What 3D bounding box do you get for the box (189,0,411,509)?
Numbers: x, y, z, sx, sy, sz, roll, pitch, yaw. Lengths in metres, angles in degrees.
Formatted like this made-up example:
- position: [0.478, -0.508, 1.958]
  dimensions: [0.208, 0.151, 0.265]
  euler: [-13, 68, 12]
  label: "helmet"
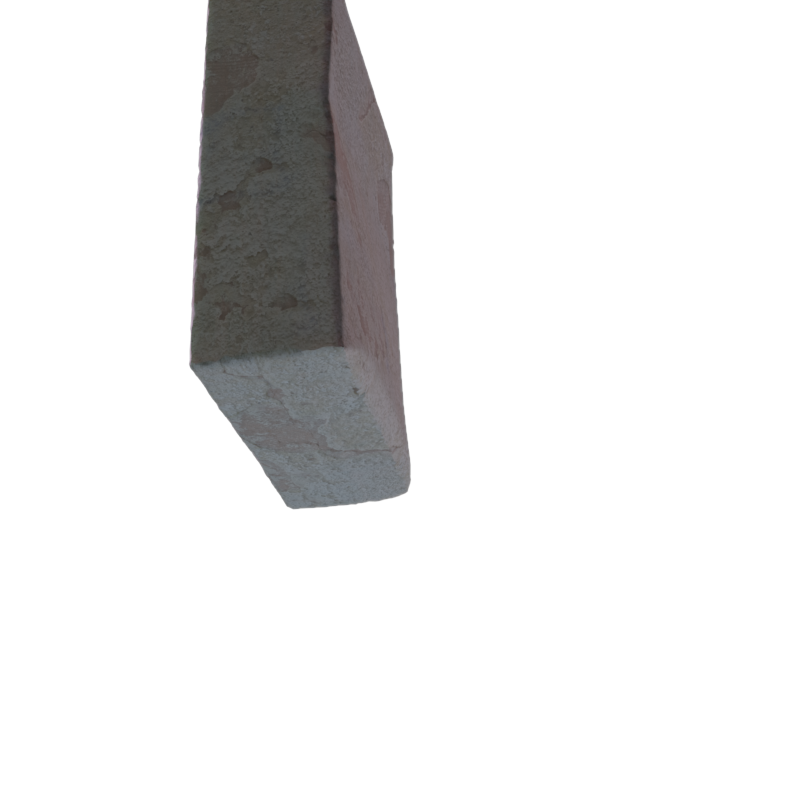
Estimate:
- position: [-0.042, -0.077, 0.543]
  dimensions: [0.072, 0.228, 0.152]
  euler: [-7, -31, 8]
  label: "box"
